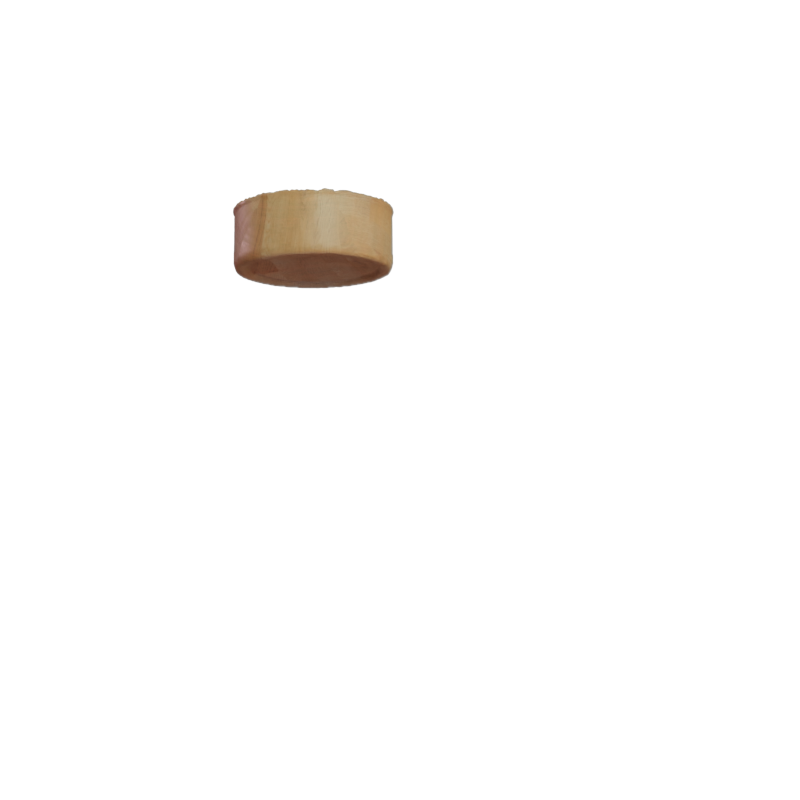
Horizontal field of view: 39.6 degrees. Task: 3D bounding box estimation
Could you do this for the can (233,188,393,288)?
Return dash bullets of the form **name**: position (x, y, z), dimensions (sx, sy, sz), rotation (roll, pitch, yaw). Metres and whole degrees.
- **can**: position (-0.046, -0.084, 0.589), dimensions (0.086, 0.034, 0.084), rotation (0, -8, -2)
